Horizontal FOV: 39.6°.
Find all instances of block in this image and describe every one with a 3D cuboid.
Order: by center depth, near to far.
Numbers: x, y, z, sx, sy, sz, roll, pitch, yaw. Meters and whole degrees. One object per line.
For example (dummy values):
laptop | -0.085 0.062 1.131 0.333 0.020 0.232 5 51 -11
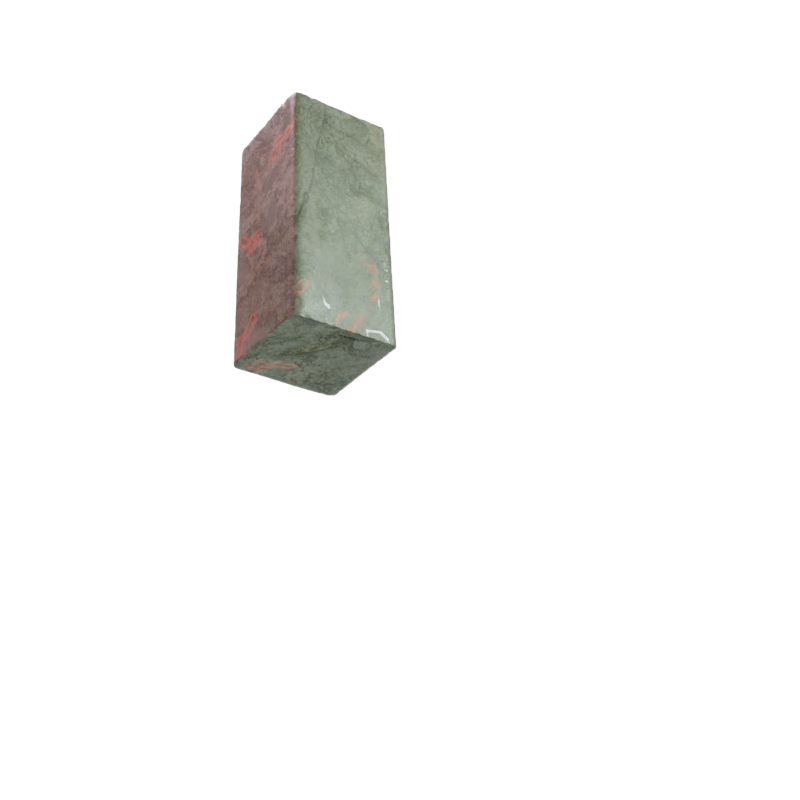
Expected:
block | -0.068 -0.123 0.858 0.086 0.220 0.089 18 -38 -29
